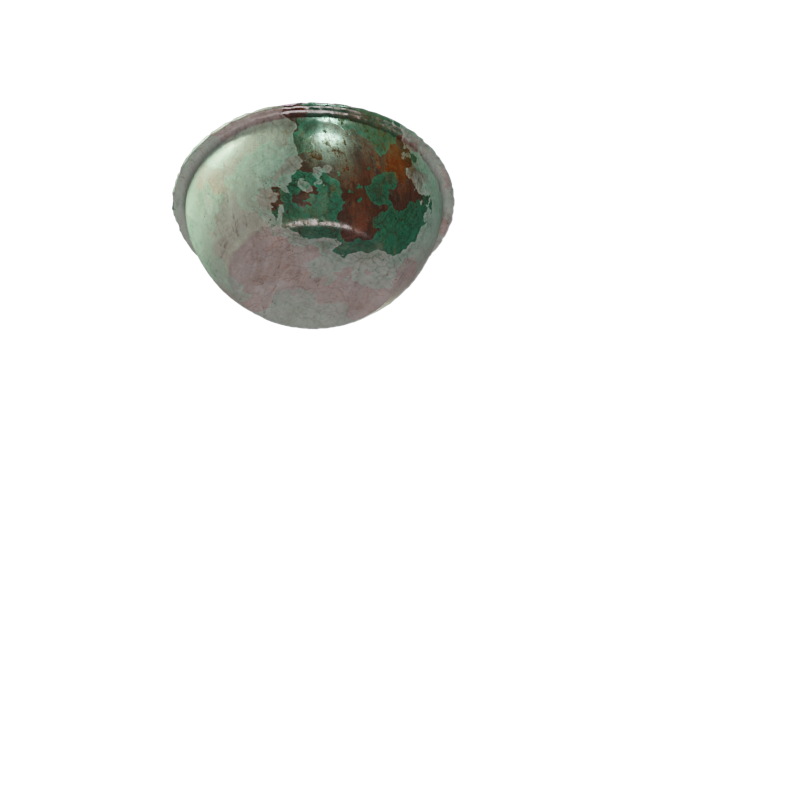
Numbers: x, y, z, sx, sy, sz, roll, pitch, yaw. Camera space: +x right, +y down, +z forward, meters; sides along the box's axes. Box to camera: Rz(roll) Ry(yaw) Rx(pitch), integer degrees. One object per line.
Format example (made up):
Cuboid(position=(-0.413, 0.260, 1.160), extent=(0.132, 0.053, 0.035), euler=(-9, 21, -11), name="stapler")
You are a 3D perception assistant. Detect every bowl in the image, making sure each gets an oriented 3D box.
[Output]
Cuboid(position=(-0.049, -0.089, 0.620), extent=(0.162, 0.059, 0.151), euler=(1, -37, -2), name="bowl")
